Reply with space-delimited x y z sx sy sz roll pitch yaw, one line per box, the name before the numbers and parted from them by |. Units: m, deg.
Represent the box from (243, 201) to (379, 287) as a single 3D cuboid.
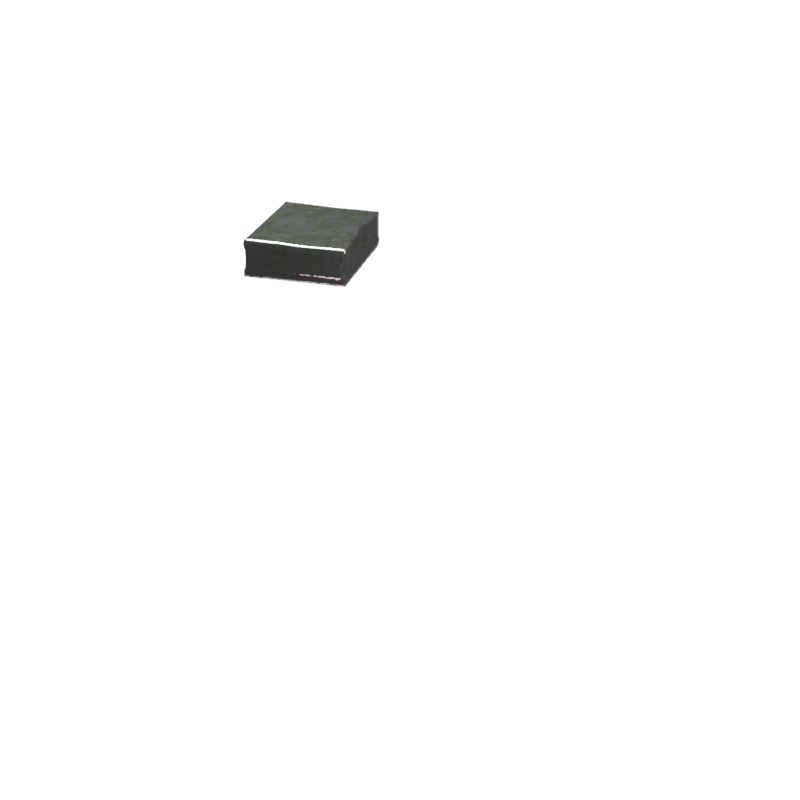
box | -0.061 -0.111 0.778 0.075 0.029 0.092 7 27 14
